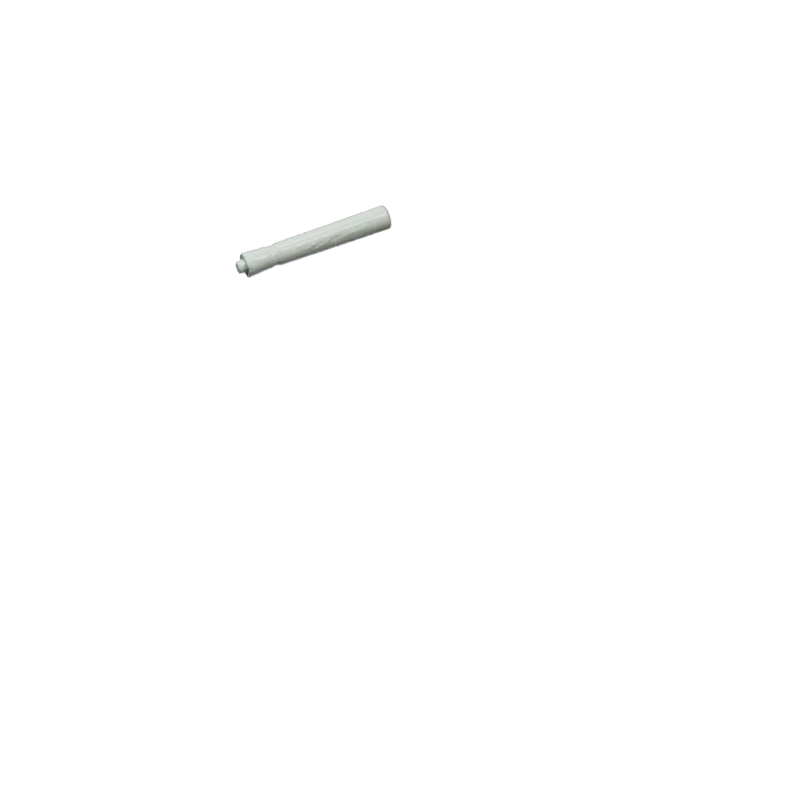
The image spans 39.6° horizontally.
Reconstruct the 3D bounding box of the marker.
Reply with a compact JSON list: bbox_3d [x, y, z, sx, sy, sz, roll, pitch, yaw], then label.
[{"bbox_3d":[-0.064,-0.117,0.816,0.120,0.019,0.020,-21,11,-16],"label":"marker"}]
